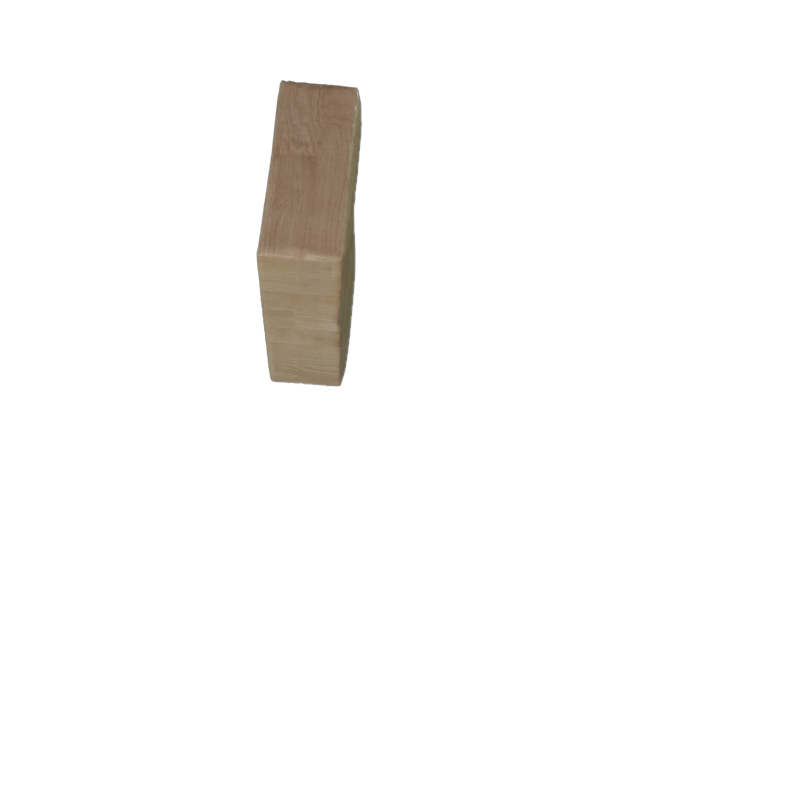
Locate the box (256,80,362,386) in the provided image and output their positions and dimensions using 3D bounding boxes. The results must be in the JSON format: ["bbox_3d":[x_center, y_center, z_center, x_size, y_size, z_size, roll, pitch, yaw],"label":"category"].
[{"bbox_3d":[-0.071,-0.130,0.911,0.072,0.174,0.201,4,-28,-2],"label":"box"}]
